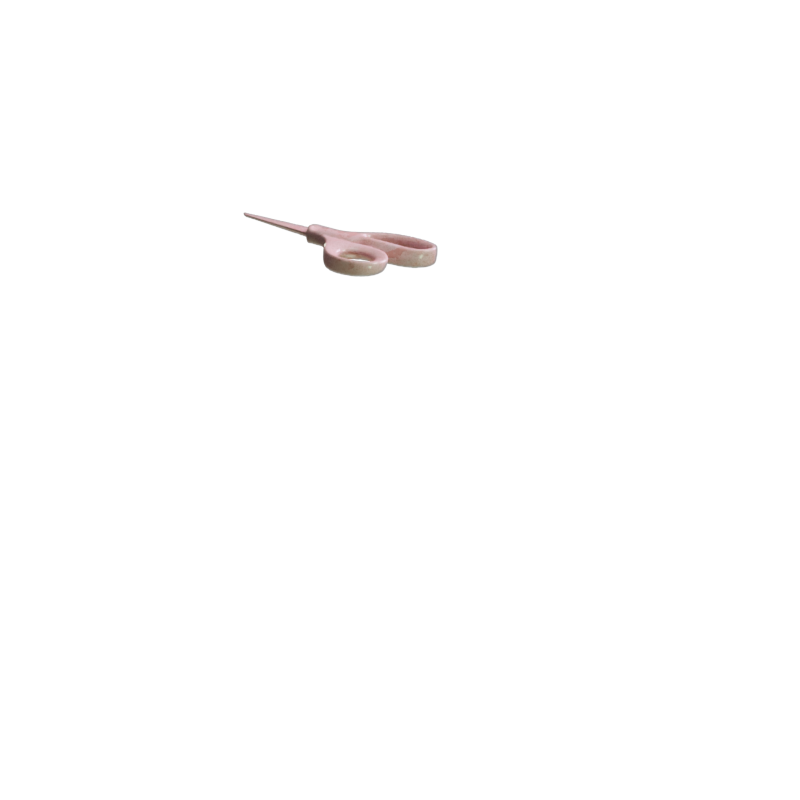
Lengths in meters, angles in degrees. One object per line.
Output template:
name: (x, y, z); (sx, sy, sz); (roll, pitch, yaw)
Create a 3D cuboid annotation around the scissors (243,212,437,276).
scissors: (-0.069, -0.126, 0.883); (0.211, 0.015, 0.096); (13, 25, 29)
